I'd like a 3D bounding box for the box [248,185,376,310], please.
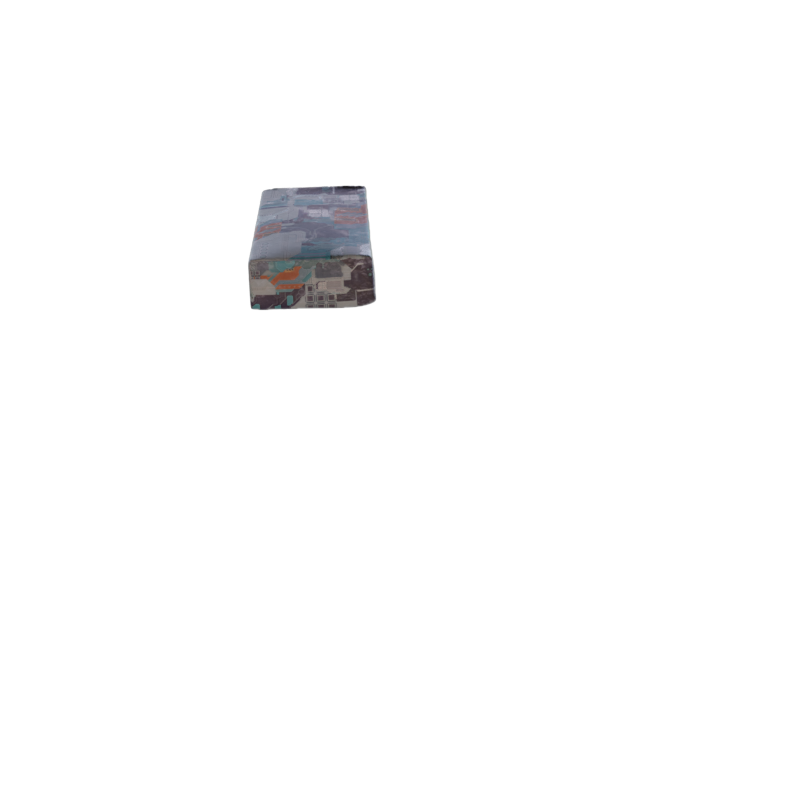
[{"bbox_3d":[-0.069,-0.127,0.884,0.093,0.045,0.187,-3,29,-2],"label":"box"}]
